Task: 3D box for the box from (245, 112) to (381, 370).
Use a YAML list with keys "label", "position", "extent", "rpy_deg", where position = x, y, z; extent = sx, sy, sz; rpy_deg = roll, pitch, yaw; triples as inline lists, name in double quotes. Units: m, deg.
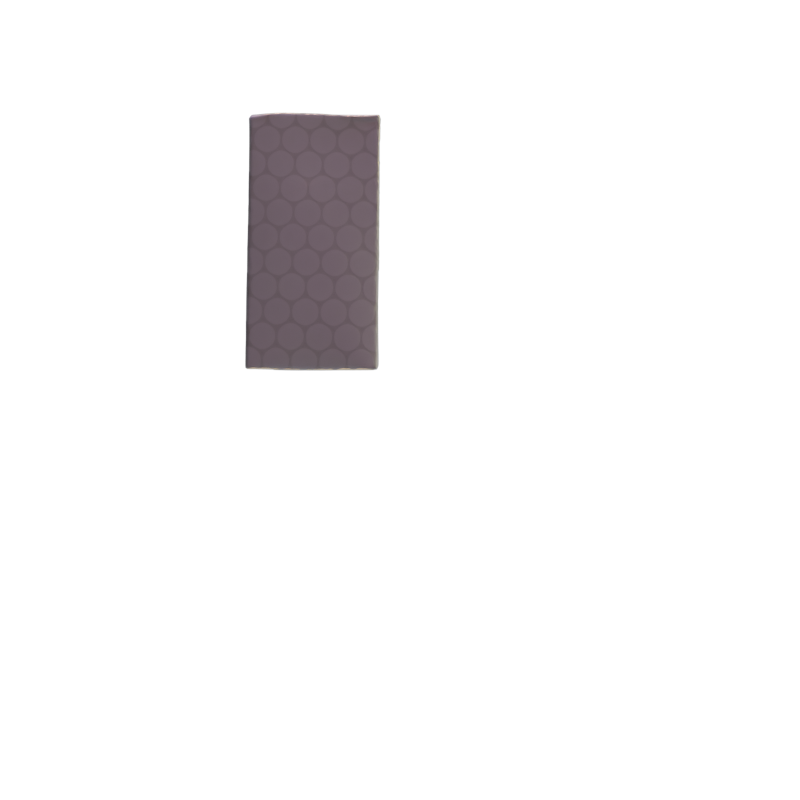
- label: "box"
  position: [-0.061, -0.110, 0.772]
  extent: [0.093, 0.177, 0.048]
  rpy_deg: [0, -1, -2]
